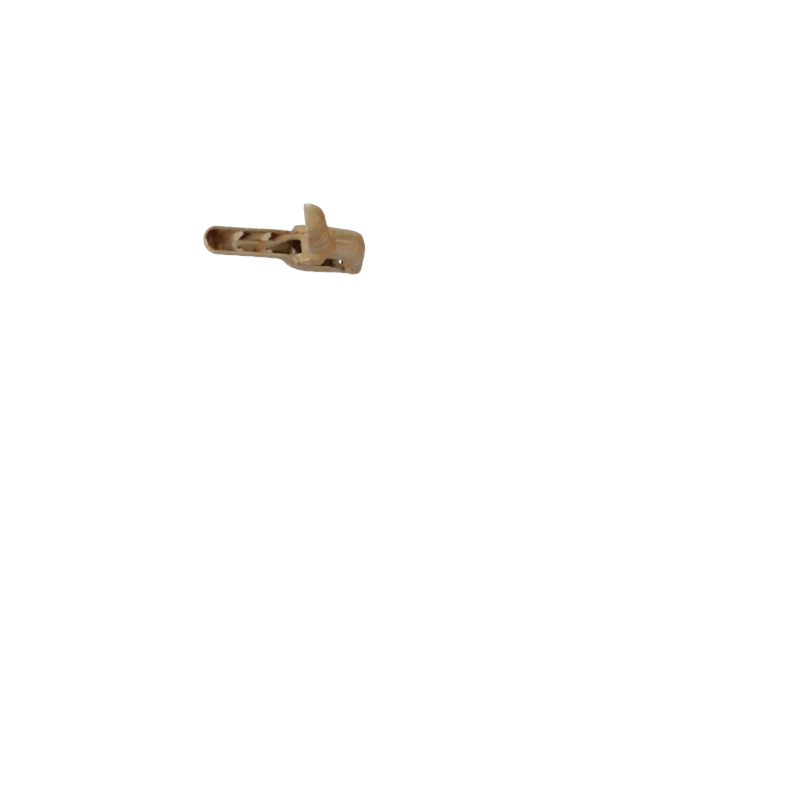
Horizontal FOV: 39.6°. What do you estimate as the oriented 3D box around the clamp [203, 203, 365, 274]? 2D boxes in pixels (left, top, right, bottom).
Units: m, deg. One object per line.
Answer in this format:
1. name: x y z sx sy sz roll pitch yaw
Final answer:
1. clamp: -0.078 -0.142 0.998 0.124 0.040 0.164 -2 -2 40
